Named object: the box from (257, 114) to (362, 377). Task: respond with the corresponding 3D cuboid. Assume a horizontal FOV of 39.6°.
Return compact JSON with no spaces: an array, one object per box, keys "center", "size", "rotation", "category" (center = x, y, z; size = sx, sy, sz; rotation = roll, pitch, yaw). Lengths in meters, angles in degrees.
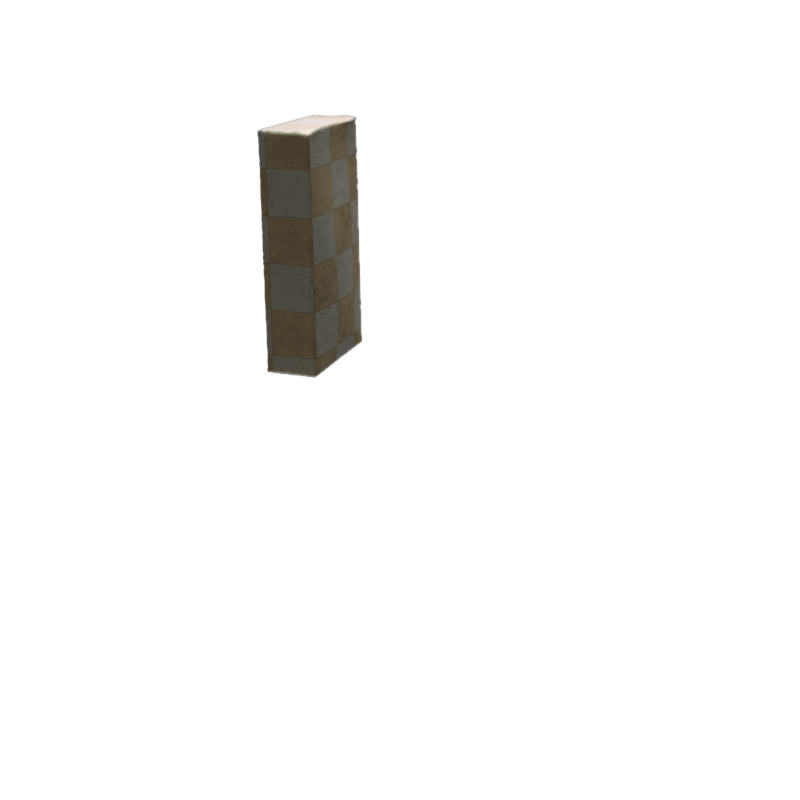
[{"center":[-0.063,-0.115,0.808],"size":[0.049,0.170,0.094],"rotation":[7,17,19],"category":"box"}]
